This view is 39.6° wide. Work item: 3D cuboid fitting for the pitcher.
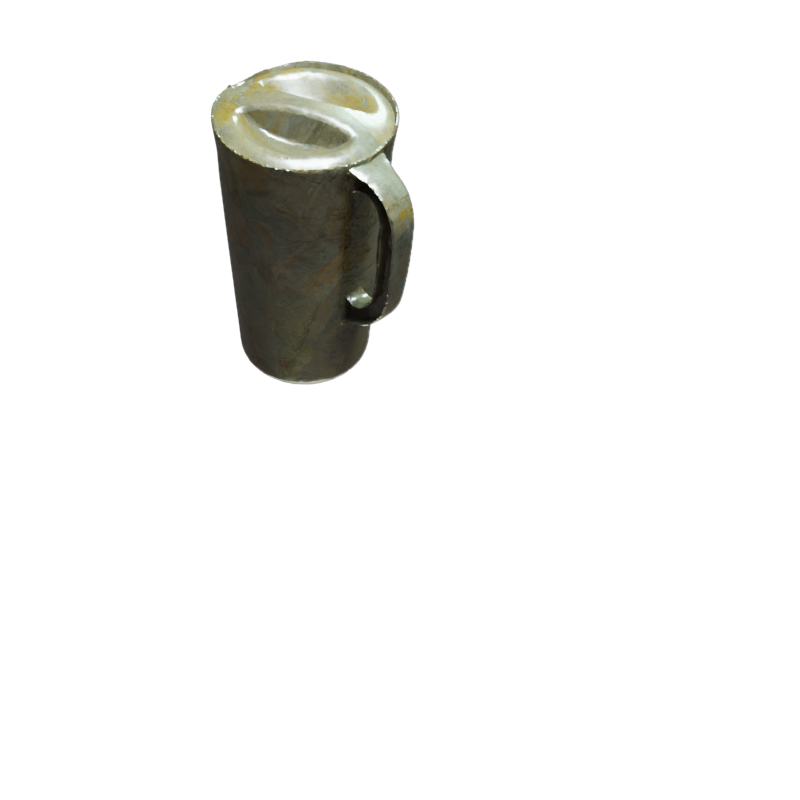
[{"bbox_3d":[-0.066,-0.121,0.848,0.145,0.160,0.226,3,-44,0],"label":"pitcher"}]
